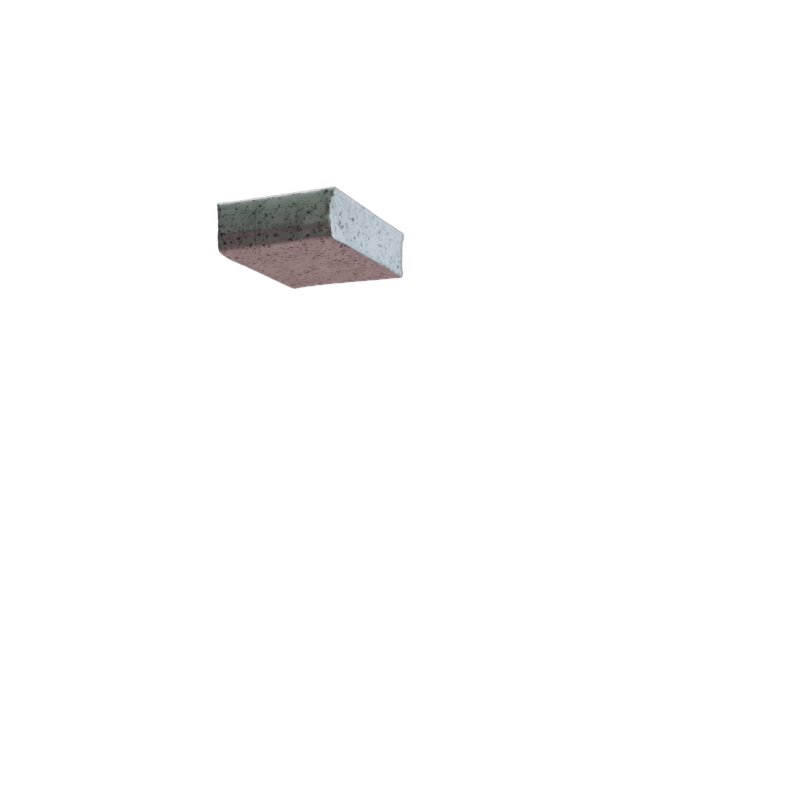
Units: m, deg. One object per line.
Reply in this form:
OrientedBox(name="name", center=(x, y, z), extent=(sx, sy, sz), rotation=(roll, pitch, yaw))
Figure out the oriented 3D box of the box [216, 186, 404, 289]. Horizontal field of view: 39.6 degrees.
OrientedBox(name="box", center=(-0.060, -0.108, 0.759), extent=(0.092, 0.040, 0.108), rotation=(-4, -9, 25))
